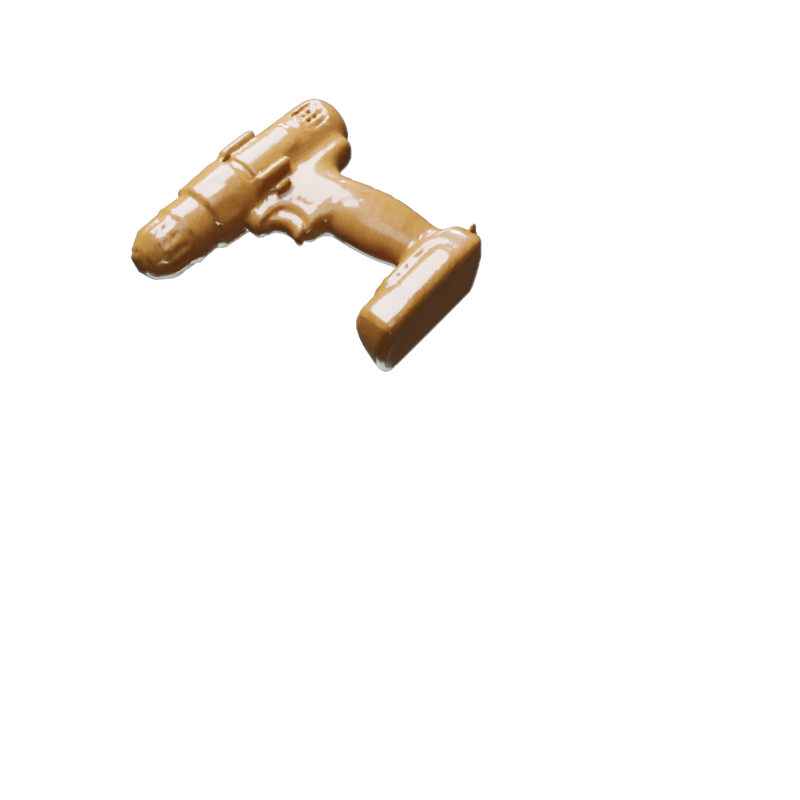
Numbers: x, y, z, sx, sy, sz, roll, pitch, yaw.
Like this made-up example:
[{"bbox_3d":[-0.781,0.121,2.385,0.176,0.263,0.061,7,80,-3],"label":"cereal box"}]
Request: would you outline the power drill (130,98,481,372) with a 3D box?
[{"bbox_3d":[-0.057,-0.104,0.727,0.198,0.187,0.054,37,-26,21],"label":"power drill"}]
